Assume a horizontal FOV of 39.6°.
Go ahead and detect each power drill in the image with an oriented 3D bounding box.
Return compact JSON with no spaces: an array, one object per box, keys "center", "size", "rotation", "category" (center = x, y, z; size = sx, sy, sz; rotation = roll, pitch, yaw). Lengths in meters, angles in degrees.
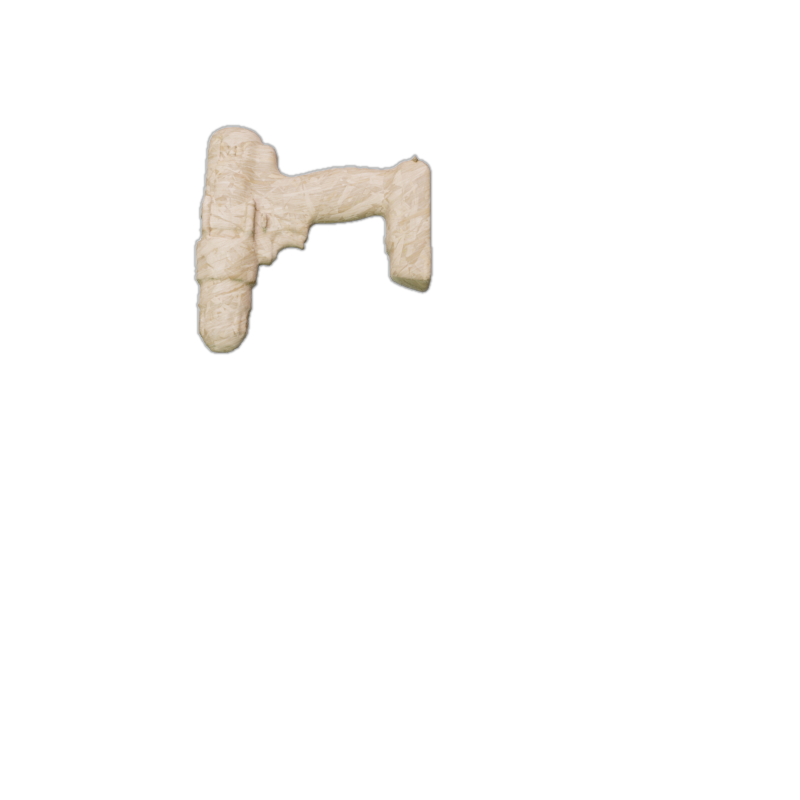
[{"center":[-0.069,-0.126,0.884],"size":[0.187,0.189,0.056],"rotation":[2,-11,0],"category":"power drill"}]
